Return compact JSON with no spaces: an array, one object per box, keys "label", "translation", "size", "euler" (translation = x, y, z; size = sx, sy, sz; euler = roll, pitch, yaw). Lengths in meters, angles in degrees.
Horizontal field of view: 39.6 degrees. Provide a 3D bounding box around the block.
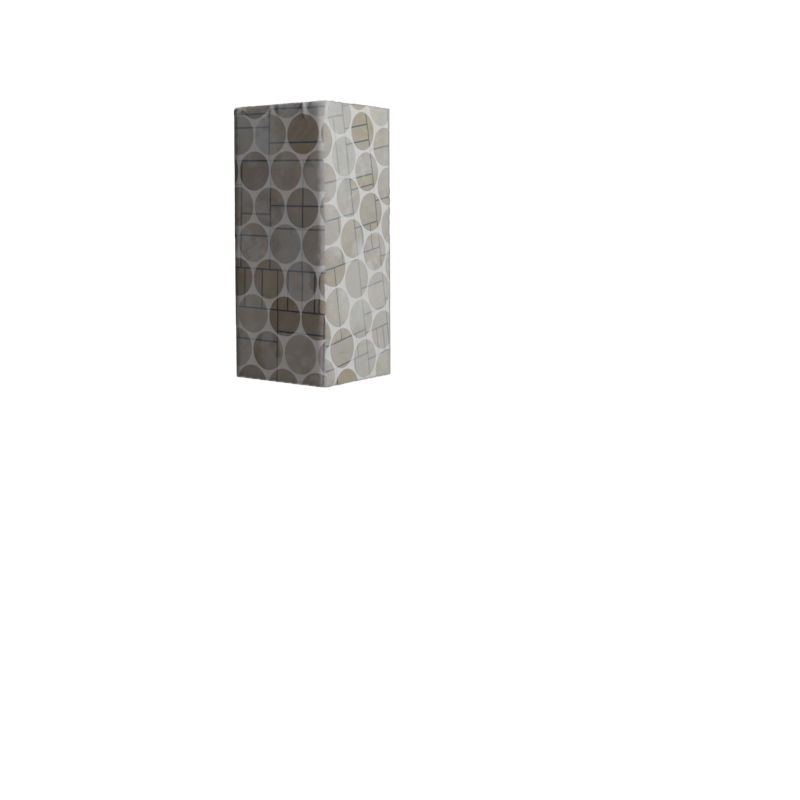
[{"label":"block","translation":[-0.067,-0.122,0.853],"size":[0.094,0.205,0.087],"euler":[2,4,35]}]
